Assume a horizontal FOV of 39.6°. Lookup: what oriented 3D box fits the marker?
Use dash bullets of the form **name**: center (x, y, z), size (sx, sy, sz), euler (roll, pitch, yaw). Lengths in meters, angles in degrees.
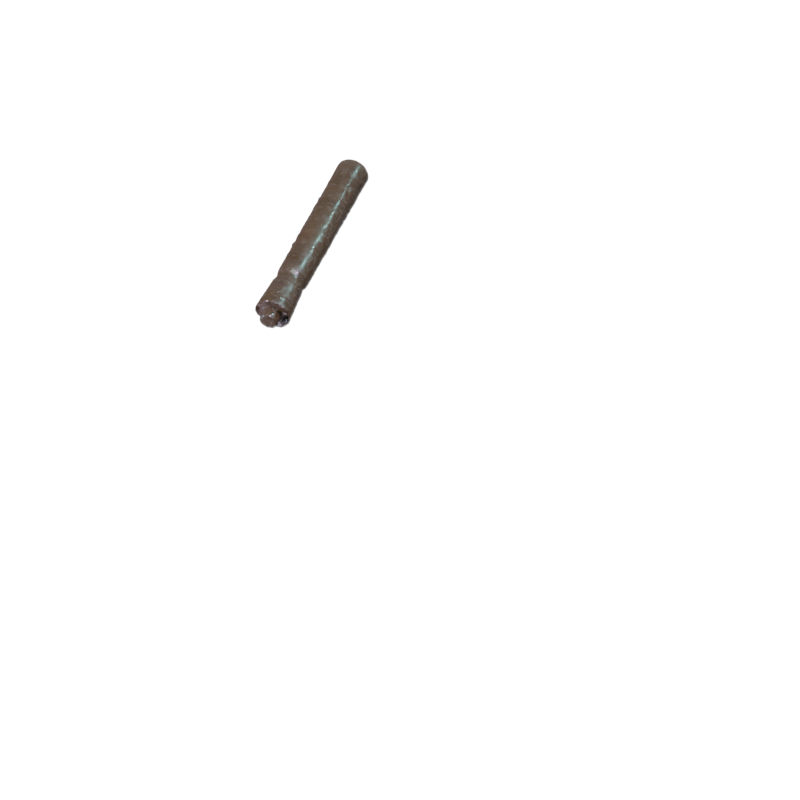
- **marker**: center (-0.046, -0.084, 0.586), size (0.020, 0.126, 0.018), euler (1, -44, 26)
